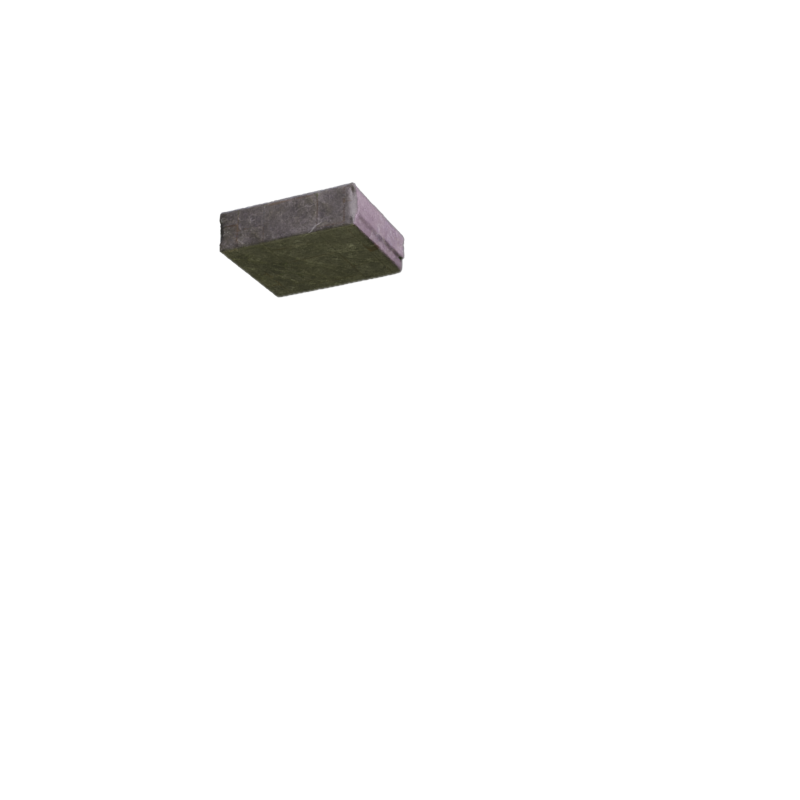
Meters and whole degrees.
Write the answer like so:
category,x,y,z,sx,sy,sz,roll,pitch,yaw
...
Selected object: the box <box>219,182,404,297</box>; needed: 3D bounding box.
category,x,y,z,sx,sy,sz,roll,pitch,yaw
box,-0.051,-0.094,0.659,0.091,0.032,0.068,-9,-23,23
